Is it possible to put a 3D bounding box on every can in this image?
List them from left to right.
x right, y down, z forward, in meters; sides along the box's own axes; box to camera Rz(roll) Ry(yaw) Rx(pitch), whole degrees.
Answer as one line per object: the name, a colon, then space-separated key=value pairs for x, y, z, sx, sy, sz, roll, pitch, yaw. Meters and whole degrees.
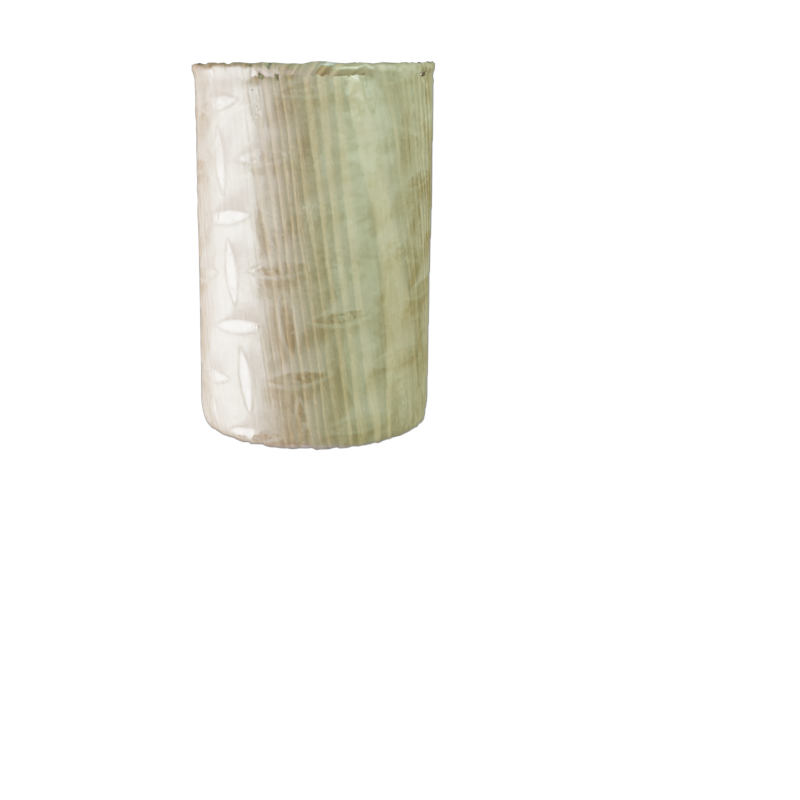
can: x=-0.025 y=-0.045 z=0.318 sx=0.068 sy=0.100 sz=0.070 roll=0 pitch=12 yaw=-2
